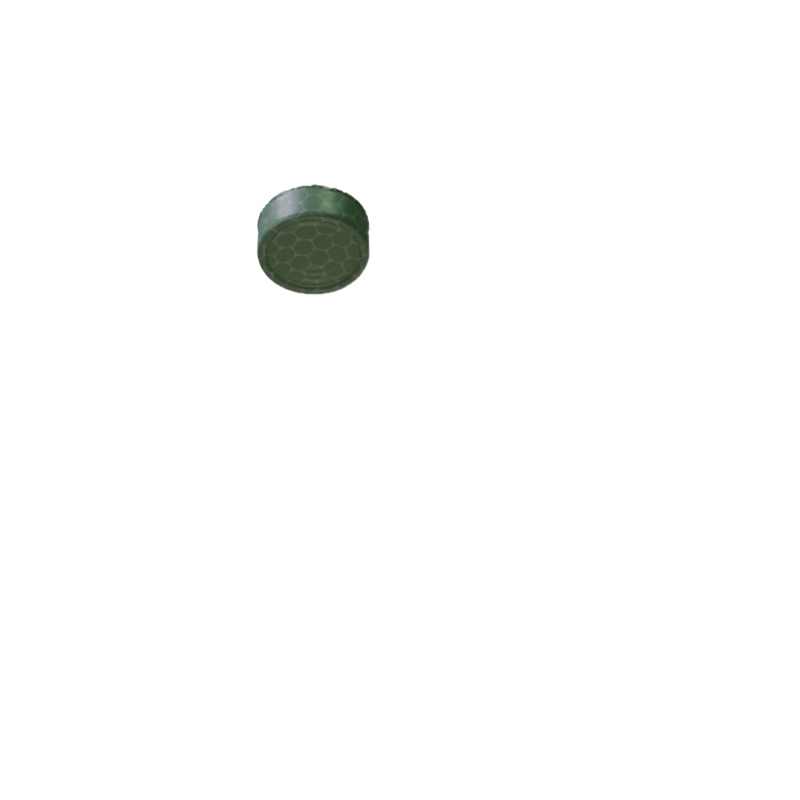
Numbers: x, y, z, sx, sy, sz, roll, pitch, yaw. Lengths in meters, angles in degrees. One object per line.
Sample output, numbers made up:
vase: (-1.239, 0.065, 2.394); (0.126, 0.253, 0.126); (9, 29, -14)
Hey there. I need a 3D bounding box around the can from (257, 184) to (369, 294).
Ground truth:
can: (-0.065, -0.119, 0.836); (0.086, 0.036, 0.080); (1, -42, -1)
